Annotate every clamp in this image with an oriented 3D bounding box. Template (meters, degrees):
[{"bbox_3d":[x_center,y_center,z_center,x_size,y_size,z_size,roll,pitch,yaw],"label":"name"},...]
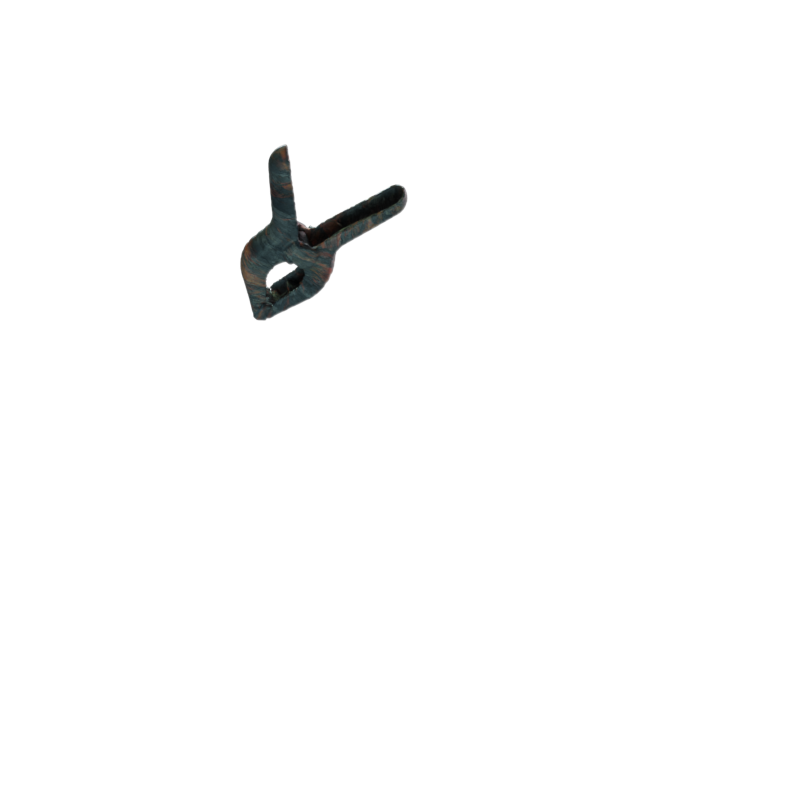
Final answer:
[{"bbox_3d":[-0.072,-0.131,0.919,0.117,0.042,0.164,15,-47,-15],"label":"clamp"}]
